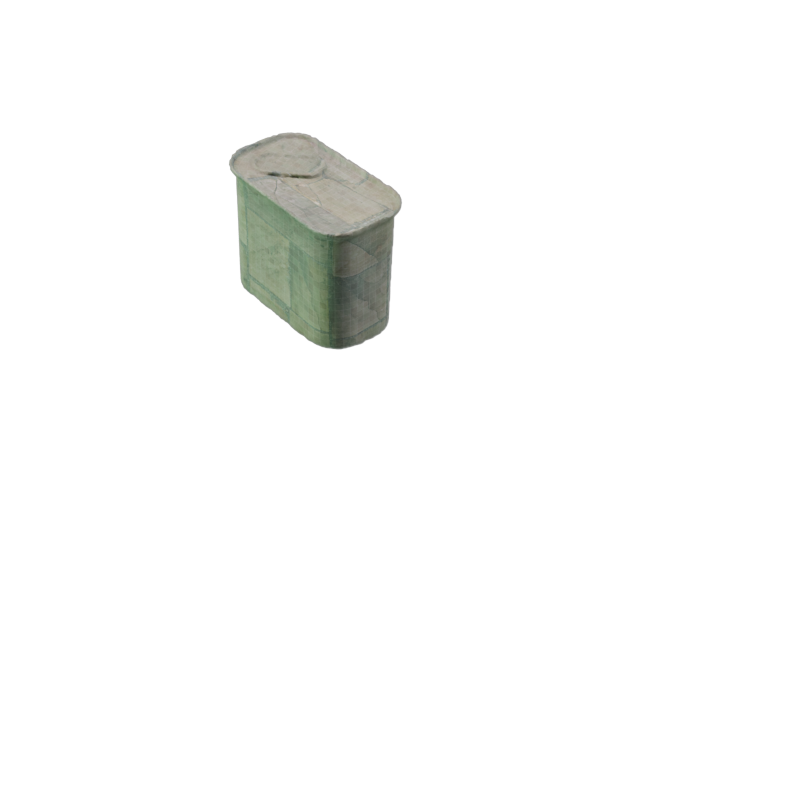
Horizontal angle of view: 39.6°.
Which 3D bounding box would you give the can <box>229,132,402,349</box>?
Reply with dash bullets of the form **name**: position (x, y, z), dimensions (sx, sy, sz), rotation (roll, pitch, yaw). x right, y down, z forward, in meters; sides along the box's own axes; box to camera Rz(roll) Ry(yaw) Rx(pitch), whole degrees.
- **can**: position (-0.049, -0.088, 0.618), dimensions (0.057, 0.078, 0.109), rotation (-27, 48, -30)
